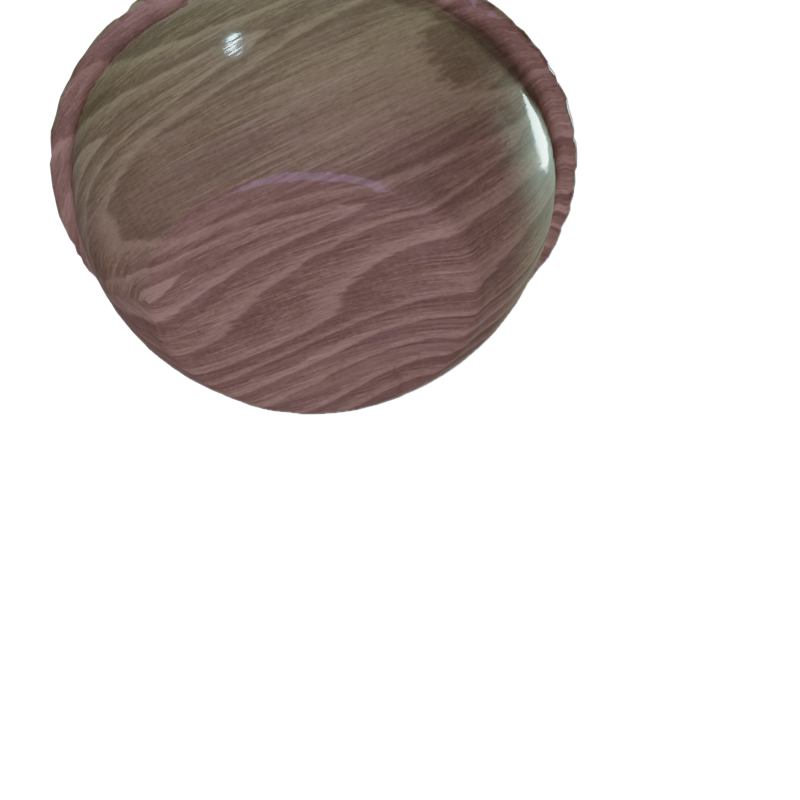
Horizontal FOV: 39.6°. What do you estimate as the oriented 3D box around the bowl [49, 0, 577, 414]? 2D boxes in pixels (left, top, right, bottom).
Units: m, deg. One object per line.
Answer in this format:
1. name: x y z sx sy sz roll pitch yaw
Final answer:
1. bowl: -0.025 -0.046 0.324 0.162 0.151 0.059 1 44 -1
